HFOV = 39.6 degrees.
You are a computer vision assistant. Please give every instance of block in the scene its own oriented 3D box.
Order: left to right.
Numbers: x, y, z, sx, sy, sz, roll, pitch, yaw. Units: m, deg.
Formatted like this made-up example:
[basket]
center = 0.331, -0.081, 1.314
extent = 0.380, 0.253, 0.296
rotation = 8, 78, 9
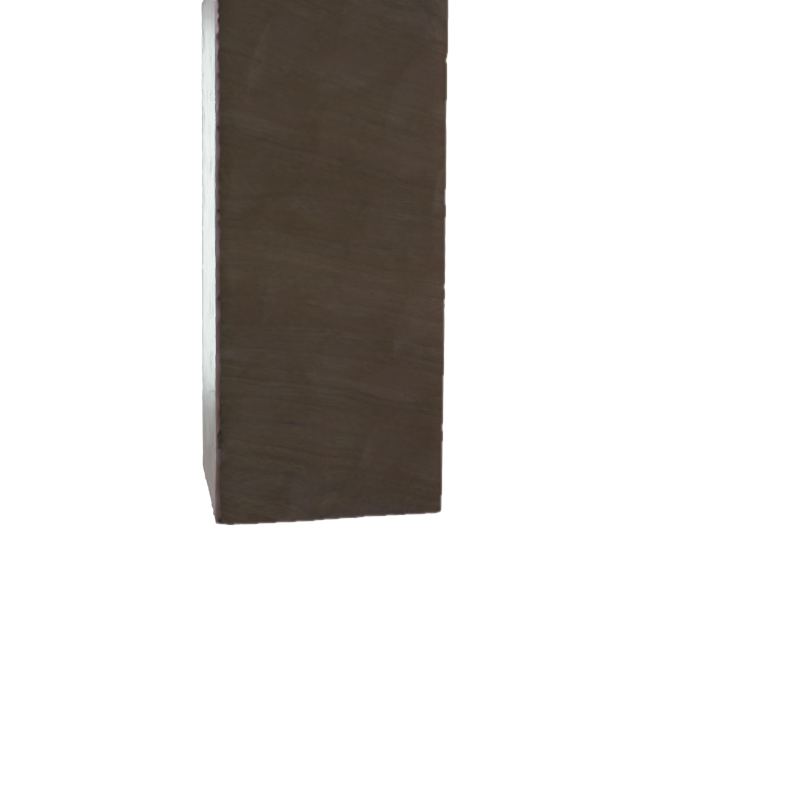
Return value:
[block]
center = -0.035, -0.065, 0.456
extent = 0.089, 0.204, 0.093
rotation = -1, 5, -12
